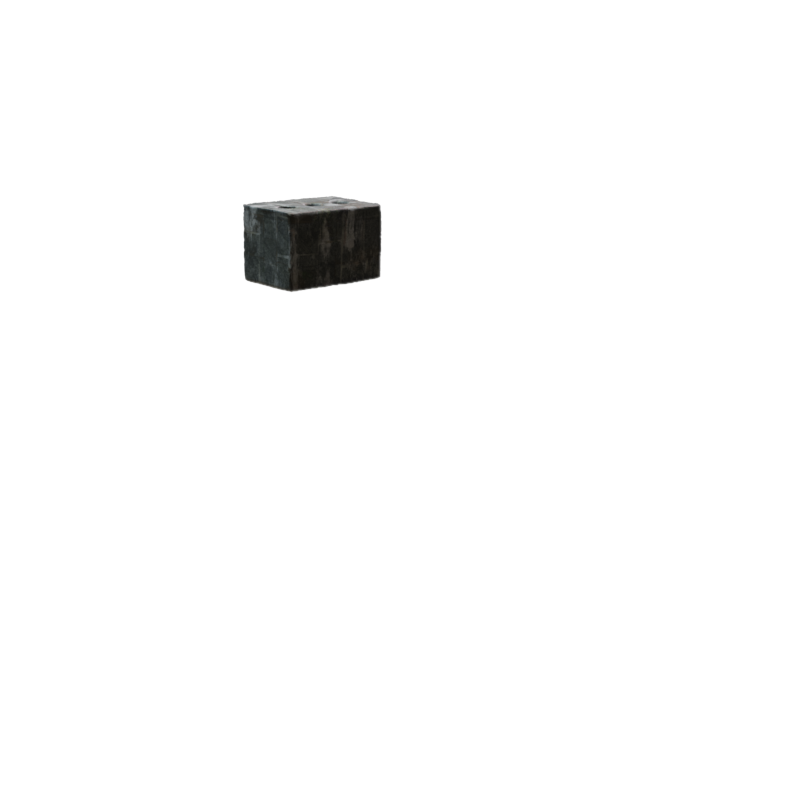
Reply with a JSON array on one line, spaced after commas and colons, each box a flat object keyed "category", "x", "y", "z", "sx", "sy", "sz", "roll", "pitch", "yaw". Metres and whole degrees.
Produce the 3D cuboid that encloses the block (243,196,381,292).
[{"category": "block", "x": -0.057, "y": -0.104, "z": 0.729, "sx": 0.076, "sy": 0.050, "sz": 0.056, "roll": -12, "pitch": 18, "yaw": -39}]
